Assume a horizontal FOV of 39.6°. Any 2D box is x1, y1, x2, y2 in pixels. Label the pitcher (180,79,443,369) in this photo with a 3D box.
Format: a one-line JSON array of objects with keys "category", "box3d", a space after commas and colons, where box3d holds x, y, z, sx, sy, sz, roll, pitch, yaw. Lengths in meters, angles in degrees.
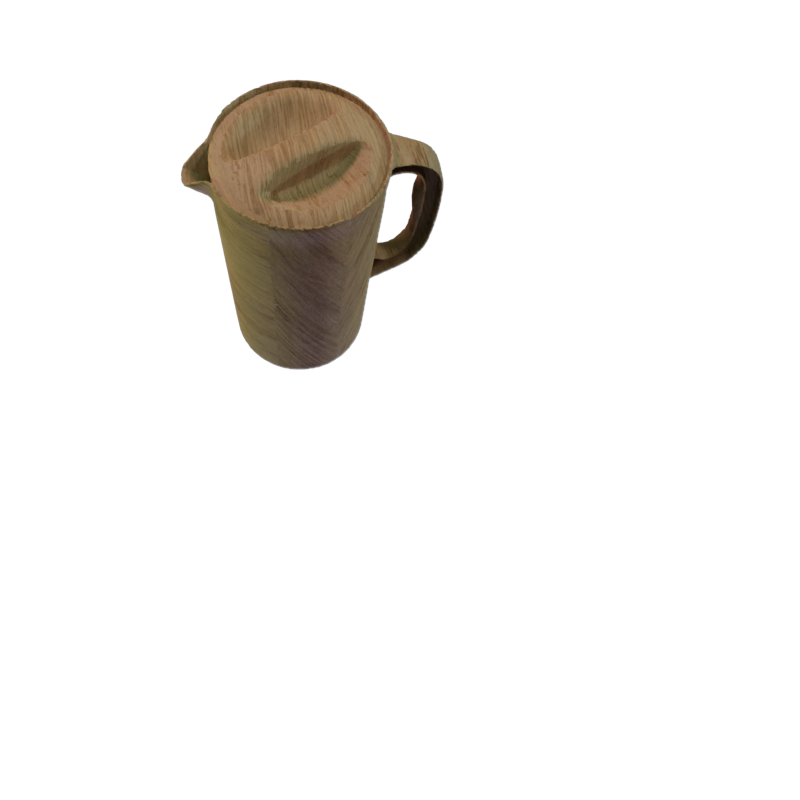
[{"category": "pitcher", "box3d": [-0.068, -0.124, 0.867, 0.155, 0.148, 0.228, 34, -25, 15]}]
